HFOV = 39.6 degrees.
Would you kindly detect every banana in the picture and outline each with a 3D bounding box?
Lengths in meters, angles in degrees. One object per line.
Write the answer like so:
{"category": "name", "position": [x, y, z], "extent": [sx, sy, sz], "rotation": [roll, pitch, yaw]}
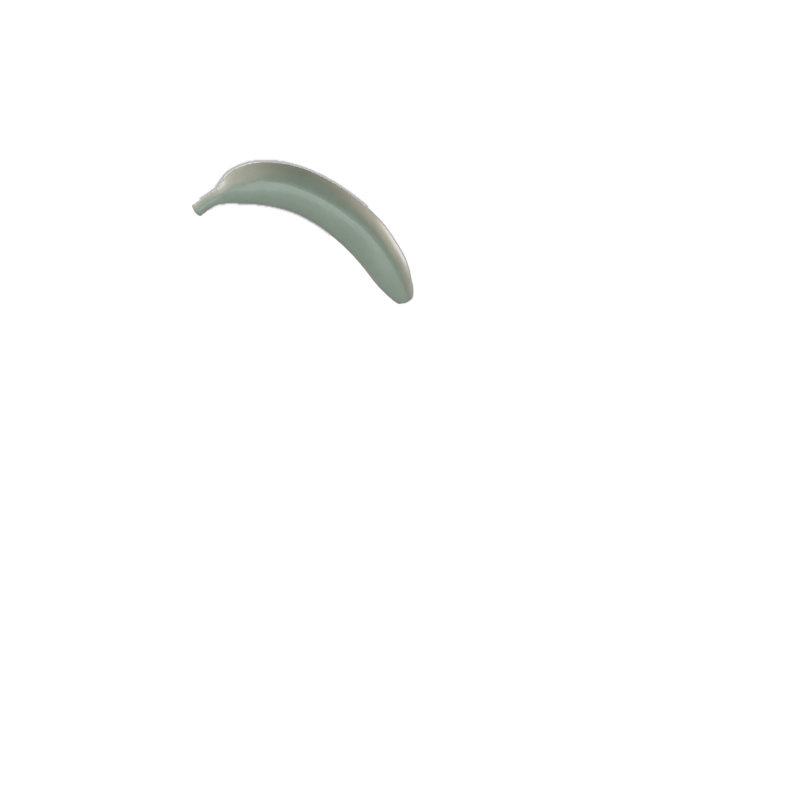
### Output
{"category": "banana", "position": [-0.066, -0.146, 0.903], "extent": [0.194, 0.068, 0.039], "rotation": [24, 21, -9]}
